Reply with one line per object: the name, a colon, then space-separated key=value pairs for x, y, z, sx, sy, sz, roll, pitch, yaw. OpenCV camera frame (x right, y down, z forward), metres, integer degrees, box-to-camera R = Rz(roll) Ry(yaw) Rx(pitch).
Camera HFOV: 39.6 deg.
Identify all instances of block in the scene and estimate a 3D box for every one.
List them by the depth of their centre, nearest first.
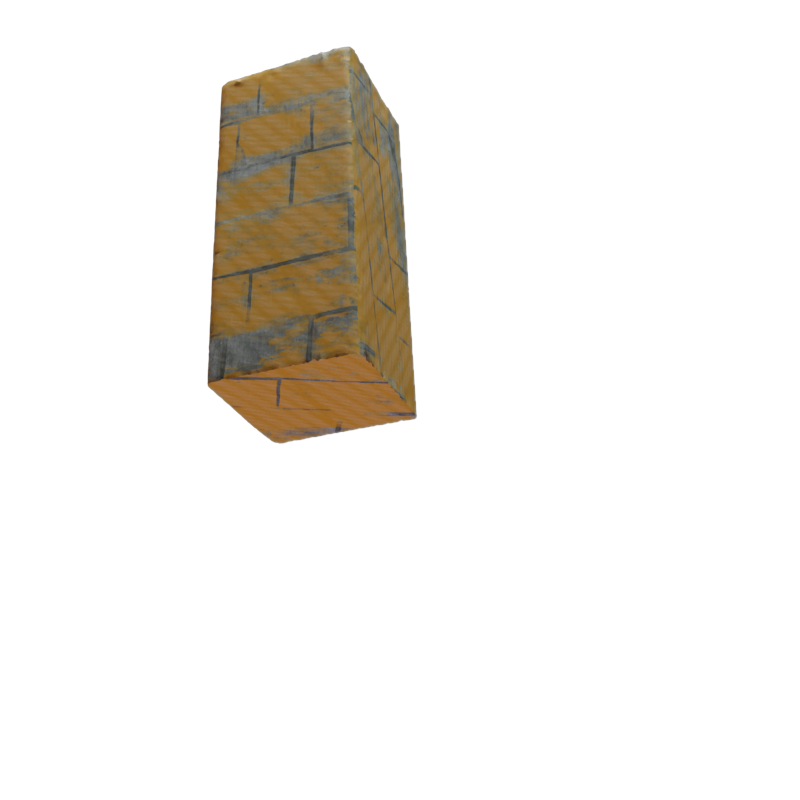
block: x=-0.051 y=-0.093 z=0.651 sx=0.092 sy=0.220 sz=0.083 roll=-13 pitch=-32 yaw=18
